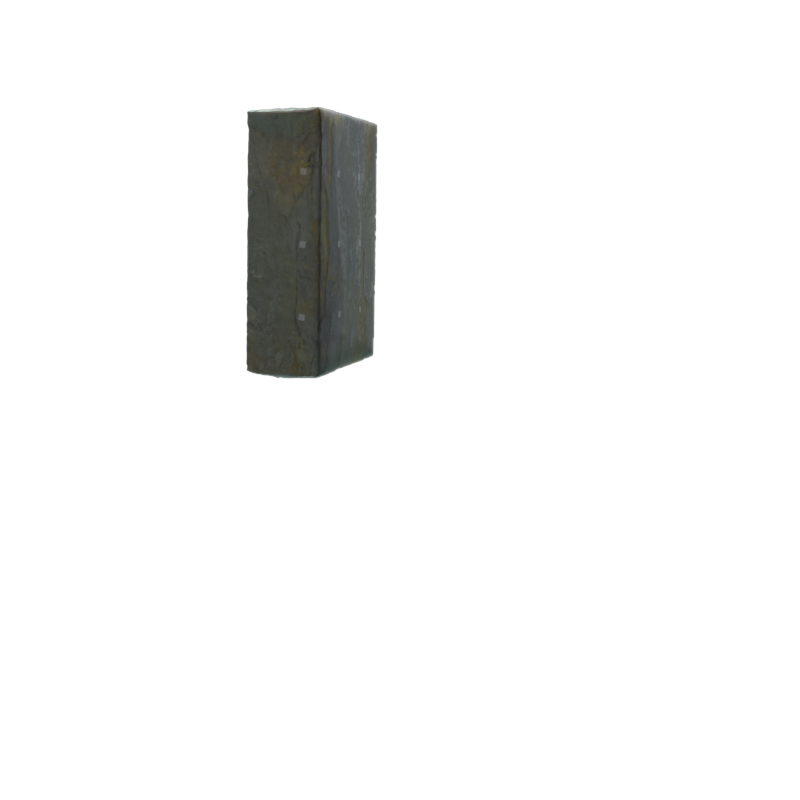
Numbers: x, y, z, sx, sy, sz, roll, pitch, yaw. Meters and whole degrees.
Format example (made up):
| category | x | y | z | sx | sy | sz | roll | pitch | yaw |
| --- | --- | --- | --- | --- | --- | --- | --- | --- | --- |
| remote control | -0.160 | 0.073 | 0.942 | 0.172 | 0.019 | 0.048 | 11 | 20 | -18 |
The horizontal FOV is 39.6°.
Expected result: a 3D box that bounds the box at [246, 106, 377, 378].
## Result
| category | x | y | z | sx | sy | sz | roll | pitch | yaw |
| --- | --- | --- | --- | --- | --- | --- | --- | --- | --- |
| box | -0.074 | -0.135 | 0.943 | 0.073 | 0.213 | 0.162 | 1 | 4 | 16 |
